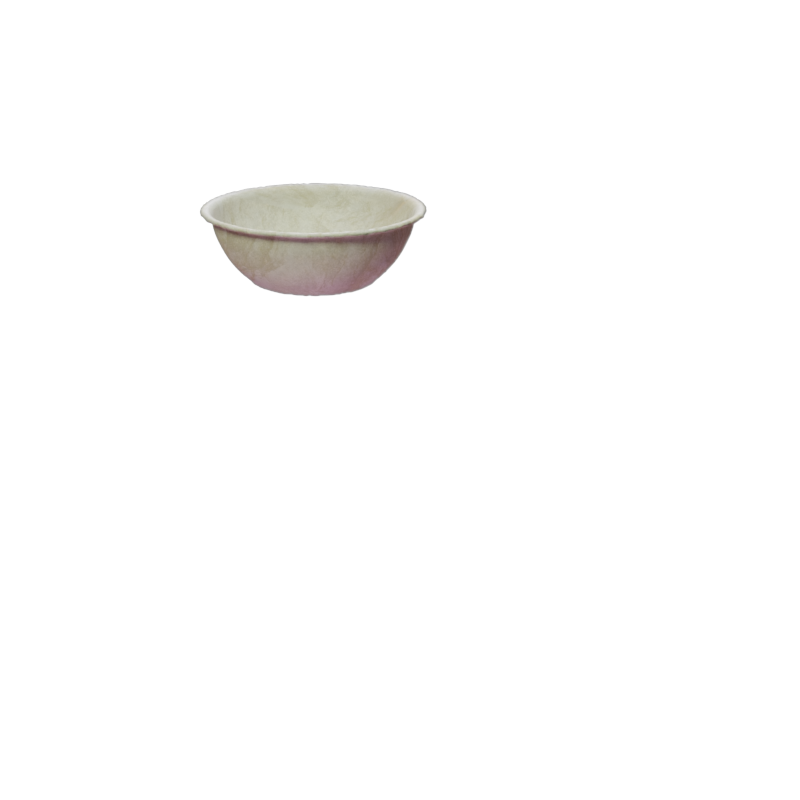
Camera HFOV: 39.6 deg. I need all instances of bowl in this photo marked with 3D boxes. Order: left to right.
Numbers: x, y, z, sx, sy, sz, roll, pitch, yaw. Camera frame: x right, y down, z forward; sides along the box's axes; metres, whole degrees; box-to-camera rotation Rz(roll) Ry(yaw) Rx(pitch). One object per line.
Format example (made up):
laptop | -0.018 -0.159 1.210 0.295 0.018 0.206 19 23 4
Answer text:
bowl | -0.063 -0.114 0.801 0.162 0.053 0.169 -1 21 -2
